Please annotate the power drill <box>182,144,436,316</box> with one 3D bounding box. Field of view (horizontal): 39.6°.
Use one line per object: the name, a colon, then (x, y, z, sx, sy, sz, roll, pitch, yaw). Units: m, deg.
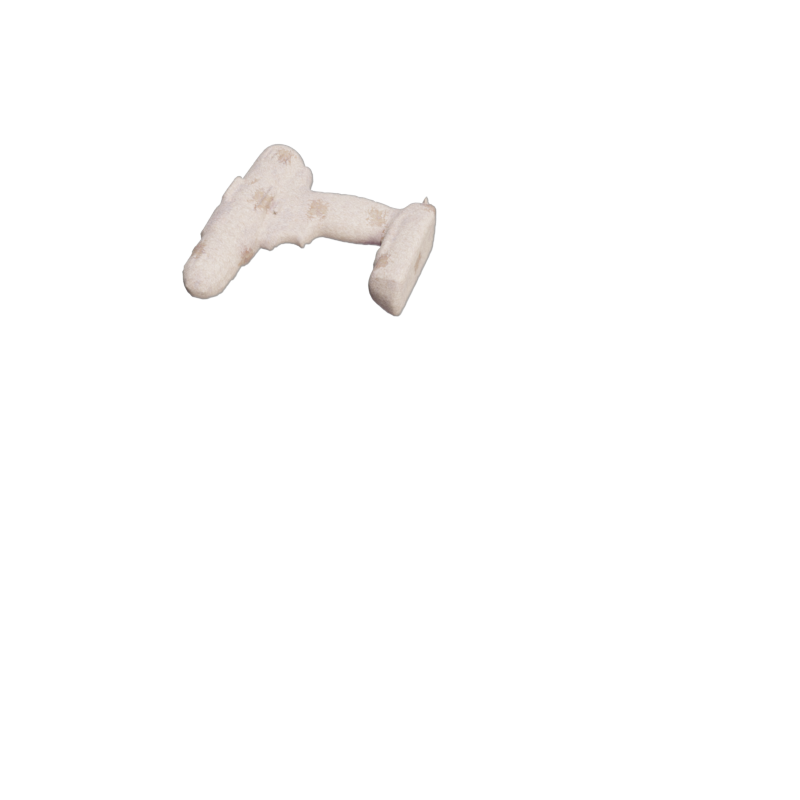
power drill: (-0.075, -0.137, 0.960, 0.193, 0.192, 0.053, 18, -36, 14)
